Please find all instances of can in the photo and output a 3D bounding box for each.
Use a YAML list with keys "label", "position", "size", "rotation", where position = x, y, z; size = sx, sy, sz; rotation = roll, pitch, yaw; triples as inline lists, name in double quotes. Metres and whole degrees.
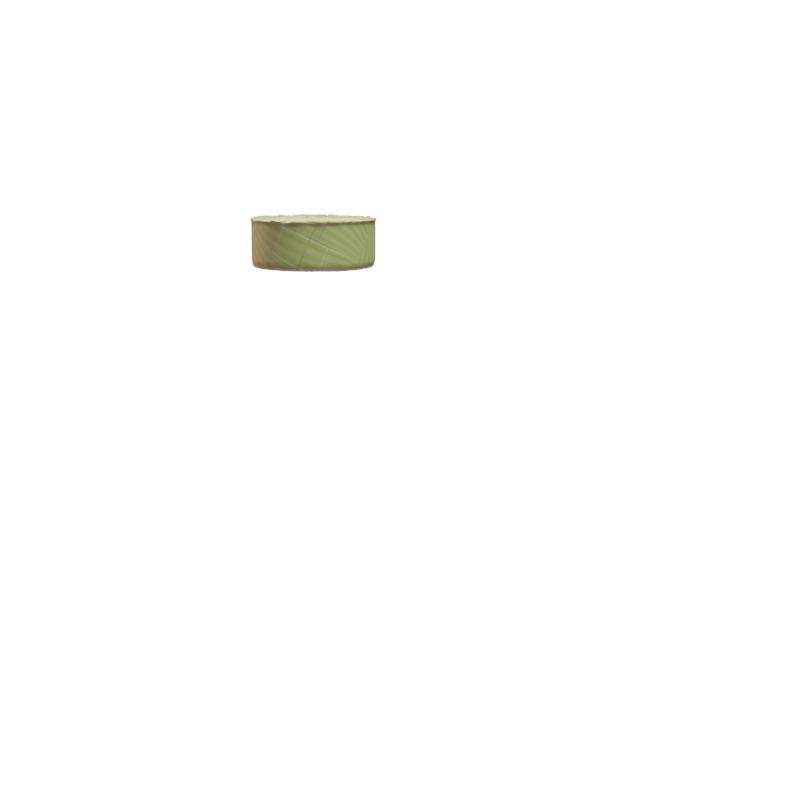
- label: "can"
  position: [-0.059, -0.108, 0.755]
  size: [0.086, 0.033, 0.088]
  rotation: [0, 11, -2]
